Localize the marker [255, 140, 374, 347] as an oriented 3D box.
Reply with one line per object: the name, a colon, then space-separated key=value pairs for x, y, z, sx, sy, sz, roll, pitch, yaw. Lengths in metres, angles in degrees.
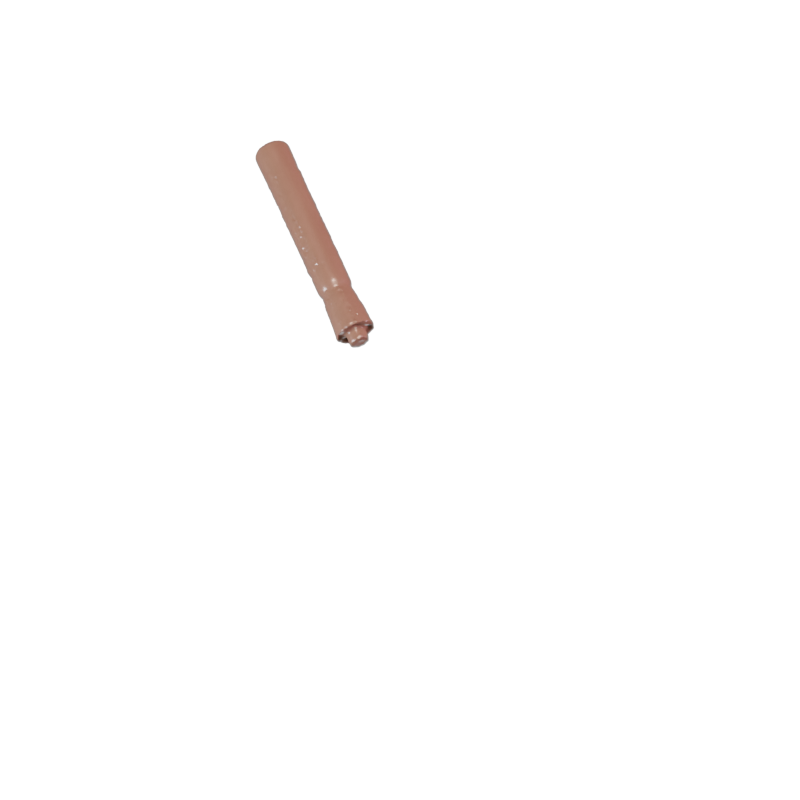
marker: x=-0.043 y=-0.078 z=0.545 sx=0.020 sy=0.130 sz=0.018 roll=-18 pitch=-30 yaw=-12
